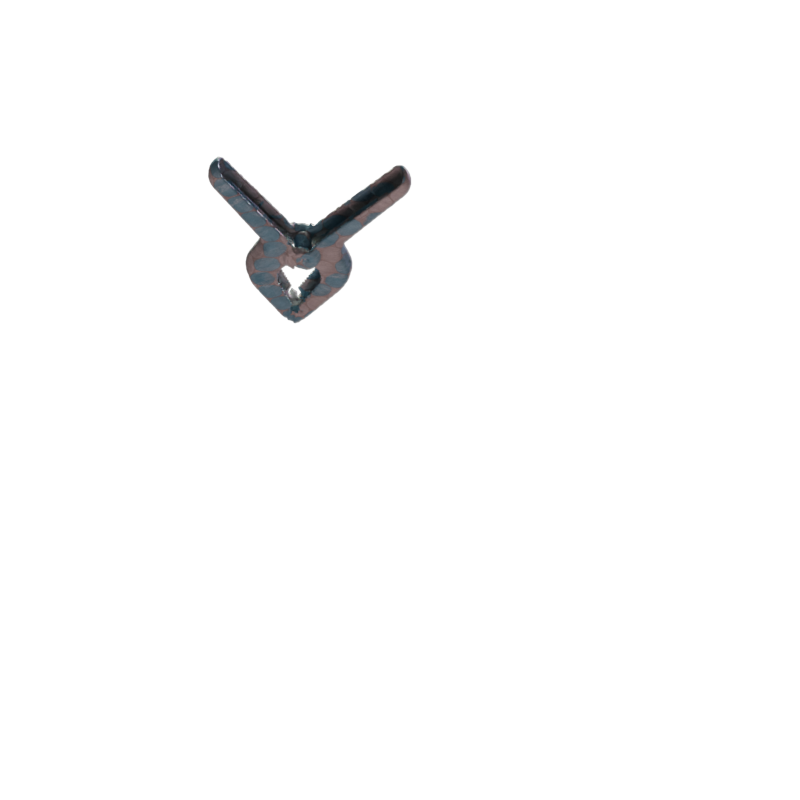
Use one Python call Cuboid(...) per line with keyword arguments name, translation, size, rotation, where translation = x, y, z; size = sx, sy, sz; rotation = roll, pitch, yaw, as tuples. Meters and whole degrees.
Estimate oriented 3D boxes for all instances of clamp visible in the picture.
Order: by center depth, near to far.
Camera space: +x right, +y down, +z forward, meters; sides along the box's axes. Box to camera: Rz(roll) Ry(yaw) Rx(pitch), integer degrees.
Cuboid(name="clamp", translation=(-0.076, -0.138, 0.967), size=(0.165, 0.039, 0.196), rotation=(0, -33, 0))
